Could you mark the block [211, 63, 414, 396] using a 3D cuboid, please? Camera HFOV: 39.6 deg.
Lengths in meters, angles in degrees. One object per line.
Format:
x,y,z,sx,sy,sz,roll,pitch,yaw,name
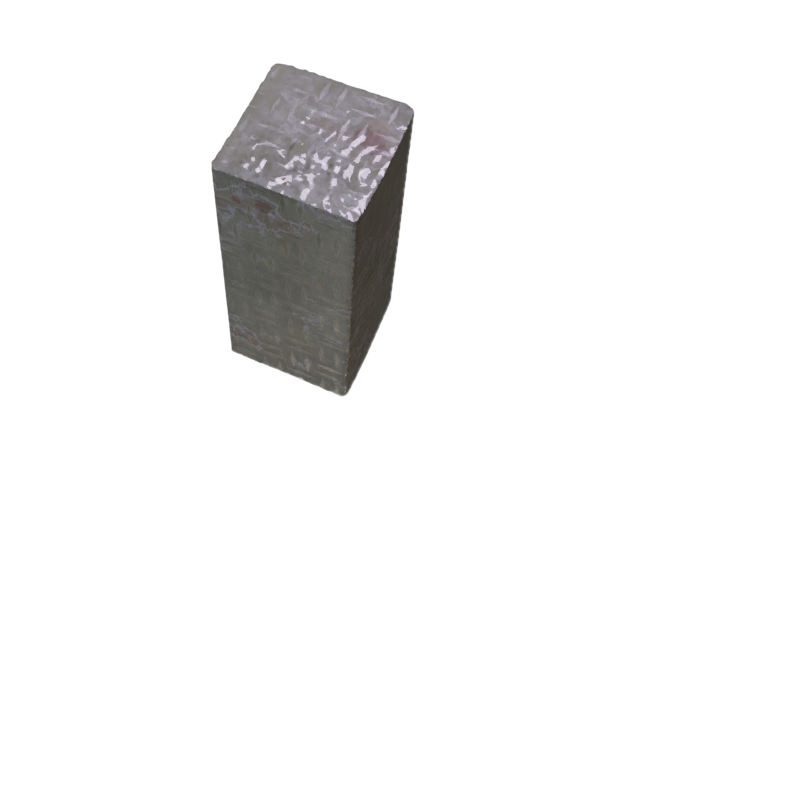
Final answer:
-0.054,-0.100,0.700,0.093,0.094,0.194,21,-28,8,block
